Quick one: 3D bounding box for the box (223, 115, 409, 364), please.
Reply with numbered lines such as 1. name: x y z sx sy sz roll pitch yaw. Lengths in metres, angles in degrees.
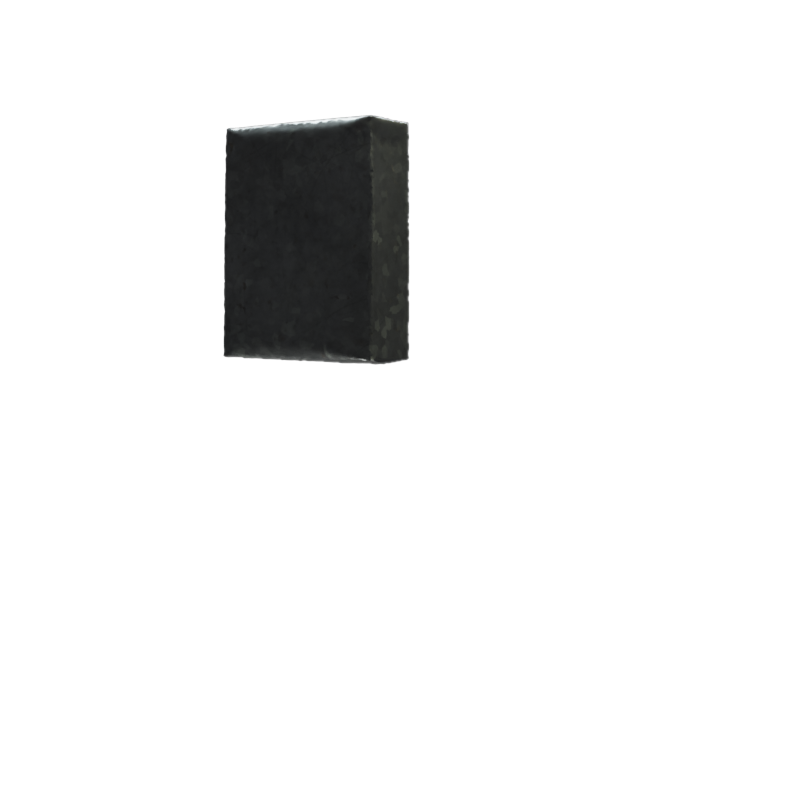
1. box: -0.078 -0.143 0.998 0.170 0.214 0.069 1 0 33
